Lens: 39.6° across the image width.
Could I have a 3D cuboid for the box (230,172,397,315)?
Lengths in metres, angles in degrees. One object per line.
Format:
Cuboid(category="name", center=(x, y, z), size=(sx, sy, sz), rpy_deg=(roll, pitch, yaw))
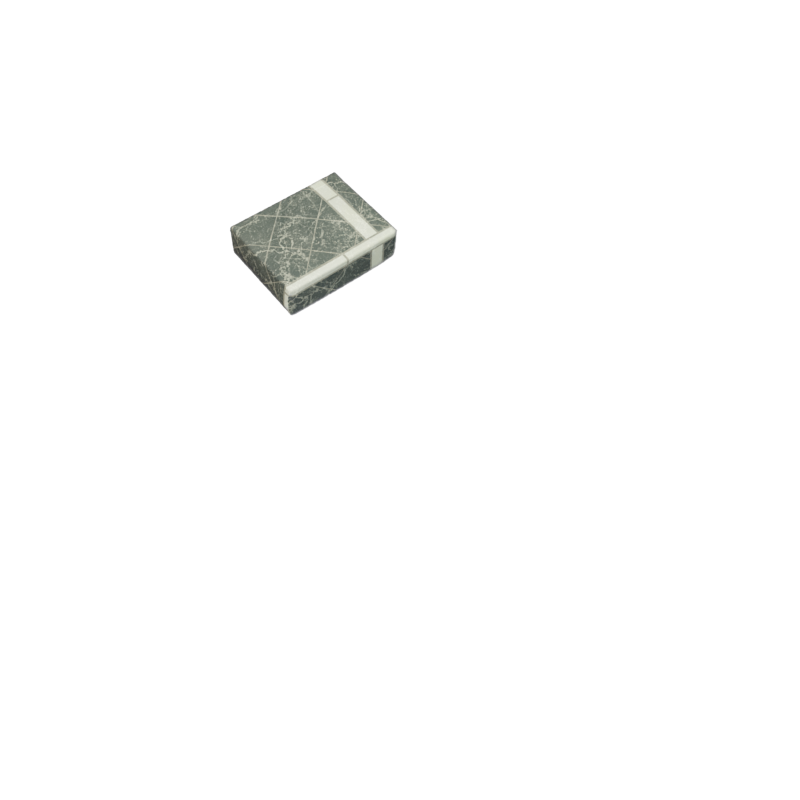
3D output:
Cuboid(category="box", center=(-0.073, -0.134, 0.938), size=(0.113, 0.036, 0.096), rpy_deg=(-31, 57, -23))
